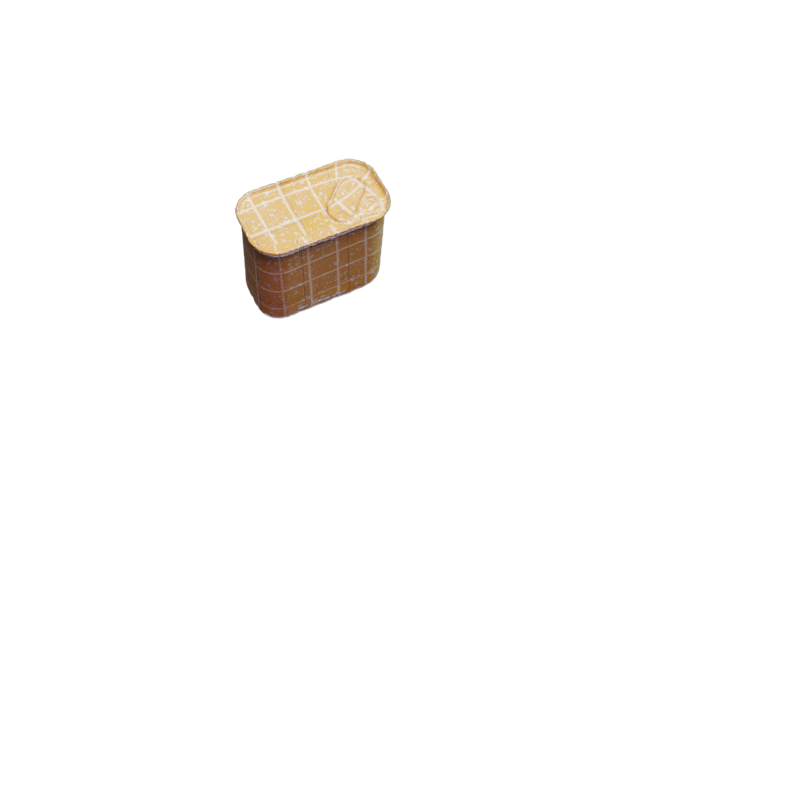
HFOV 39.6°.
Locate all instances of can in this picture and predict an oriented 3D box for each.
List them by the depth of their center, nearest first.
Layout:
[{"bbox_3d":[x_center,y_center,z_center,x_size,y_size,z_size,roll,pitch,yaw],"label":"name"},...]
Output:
[{"bbox_3d":[-0.060,-0.110,0.772,0.101,0.062,0.078,-22,-29,-15],"label":"can"}]
